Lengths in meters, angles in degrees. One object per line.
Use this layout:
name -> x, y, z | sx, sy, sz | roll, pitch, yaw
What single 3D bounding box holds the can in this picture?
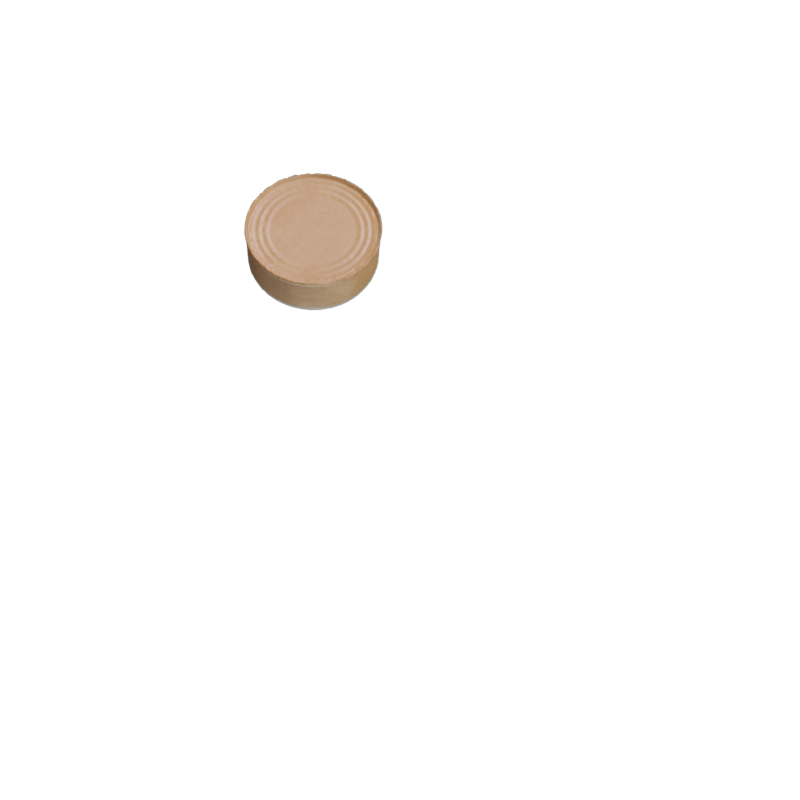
can -> -0.055, -0.100, 0.700 | 0.086, 0.092, 0.031 | -1, -32, -1
